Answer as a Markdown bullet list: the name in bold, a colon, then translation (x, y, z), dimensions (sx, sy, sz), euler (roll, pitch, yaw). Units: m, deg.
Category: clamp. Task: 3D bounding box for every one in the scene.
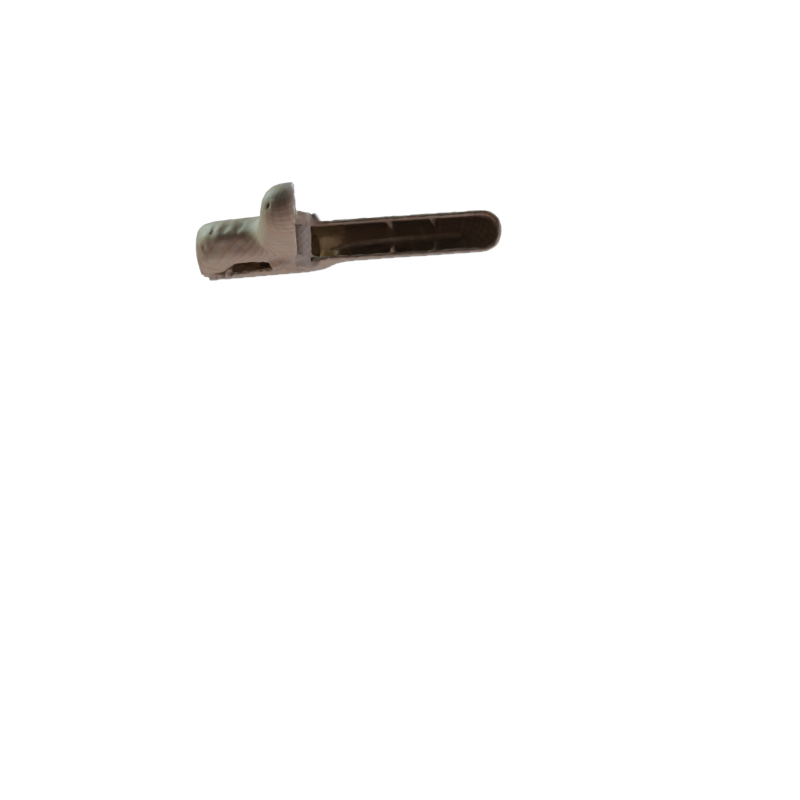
- **clamp**: translation (-0.054, -0.098, 0.688), dimensions (0.158, 0.037, 0.215), euler (1, -2, -33)
